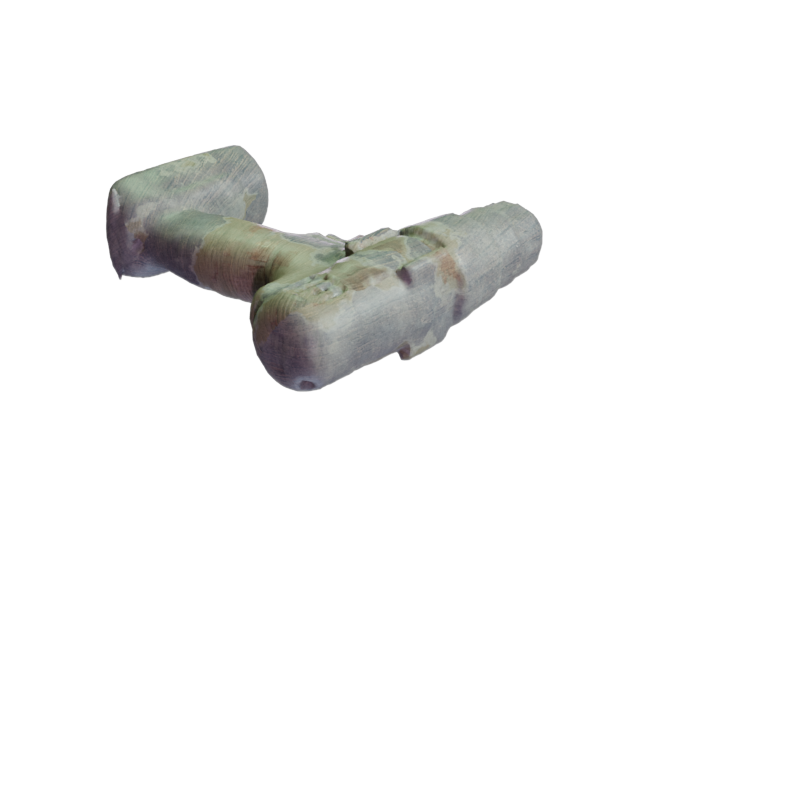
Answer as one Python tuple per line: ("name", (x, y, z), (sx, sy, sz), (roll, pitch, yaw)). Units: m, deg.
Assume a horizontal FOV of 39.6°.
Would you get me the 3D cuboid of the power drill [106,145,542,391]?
("power drill", (-0.044, -0.081, 0.567), (0.199, 0.054, 0.183), (23, 35, 36))
